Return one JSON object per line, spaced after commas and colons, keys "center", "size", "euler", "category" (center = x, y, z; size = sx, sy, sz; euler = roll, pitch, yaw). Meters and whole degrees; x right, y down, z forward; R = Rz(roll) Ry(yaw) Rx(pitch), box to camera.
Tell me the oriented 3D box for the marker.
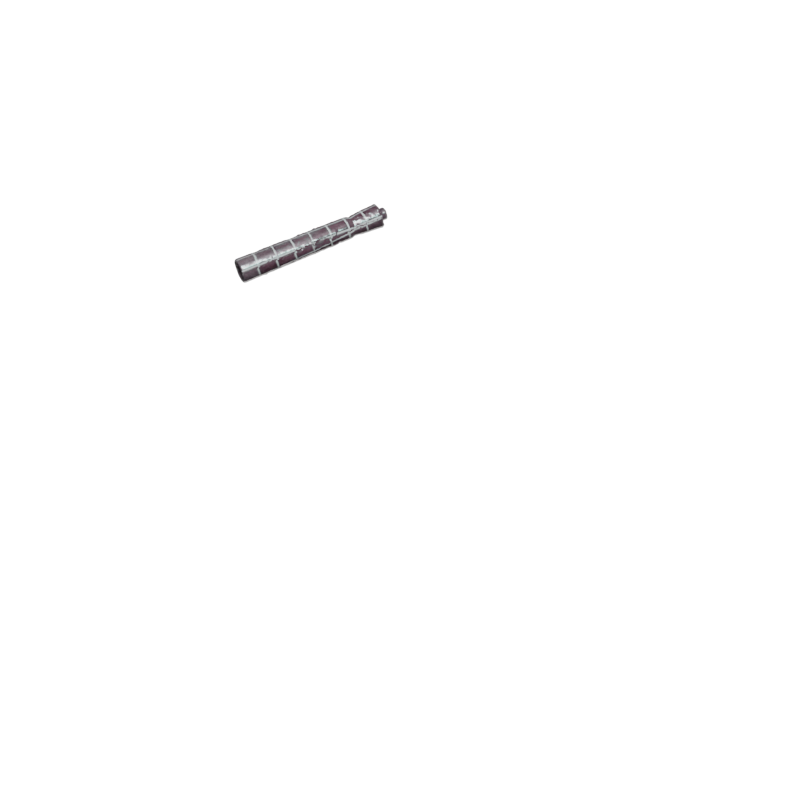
{"center": [-0.065, -0.118, 0.829], "size": [0.120, 0.019, 0.020], "euler": [-24, 10, -13], "category": "marker"}
